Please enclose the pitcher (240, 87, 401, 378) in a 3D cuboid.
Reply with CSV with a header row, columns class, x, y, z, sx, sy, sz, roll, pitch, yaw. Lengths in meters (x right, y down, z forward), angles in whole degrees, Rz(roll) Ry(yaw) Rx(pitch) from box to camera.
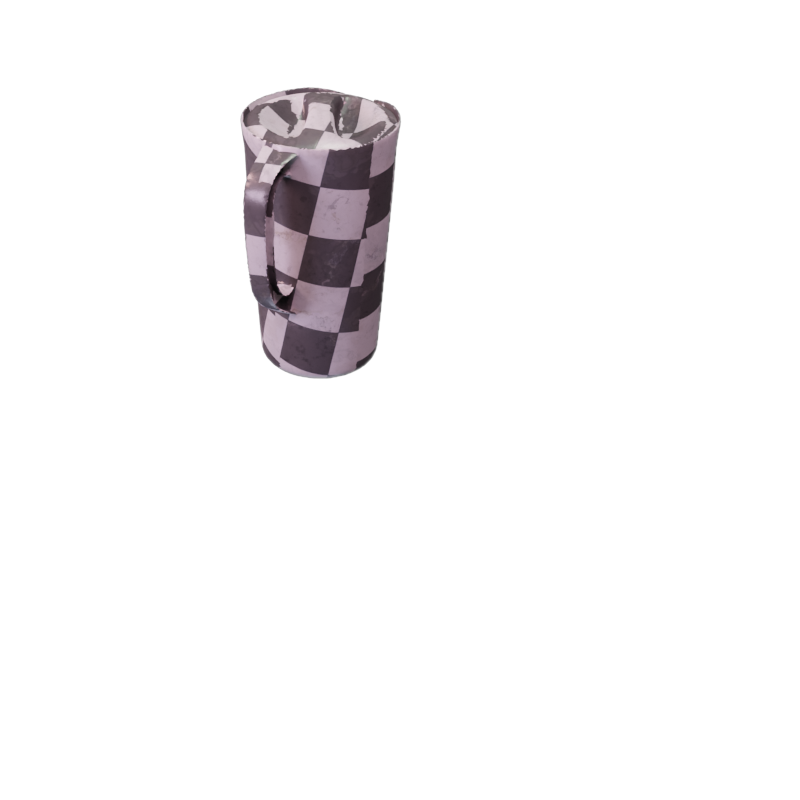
class,x,y,z,sx,sy,sz,roll,pitch,yaw
pitcher,-0.076,-0.138,0.968,0.147,0.228,0.156,-9,34,-17
